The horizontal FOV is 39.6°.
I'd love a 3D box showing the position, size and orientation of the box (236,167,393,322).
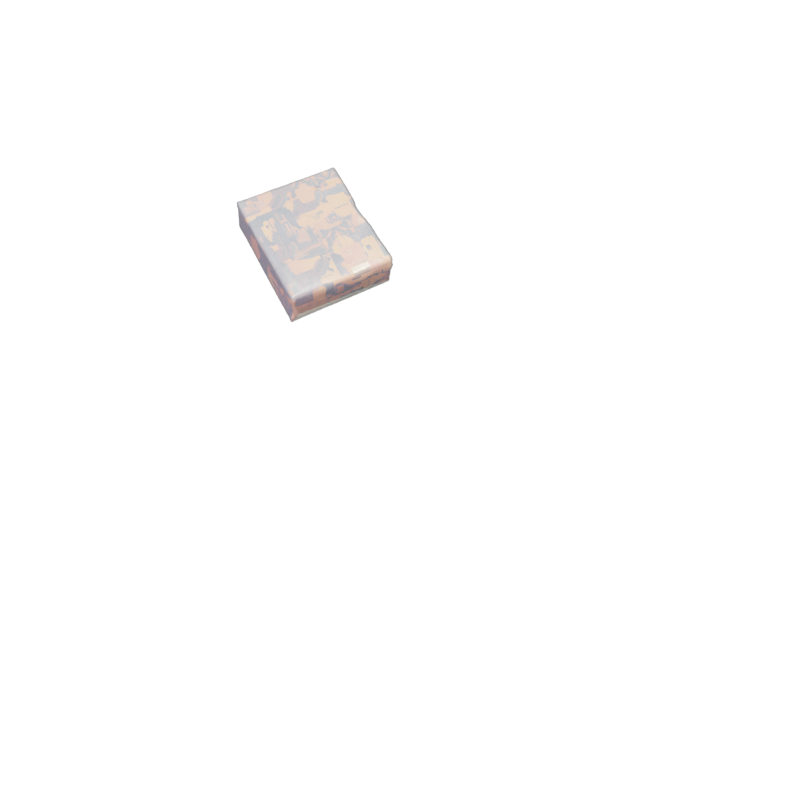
[{"bbox_3d":[-0.057,-0.104,0.732,0.073,0.096,0.028,-22,-31,-15],"label":"box"}]
